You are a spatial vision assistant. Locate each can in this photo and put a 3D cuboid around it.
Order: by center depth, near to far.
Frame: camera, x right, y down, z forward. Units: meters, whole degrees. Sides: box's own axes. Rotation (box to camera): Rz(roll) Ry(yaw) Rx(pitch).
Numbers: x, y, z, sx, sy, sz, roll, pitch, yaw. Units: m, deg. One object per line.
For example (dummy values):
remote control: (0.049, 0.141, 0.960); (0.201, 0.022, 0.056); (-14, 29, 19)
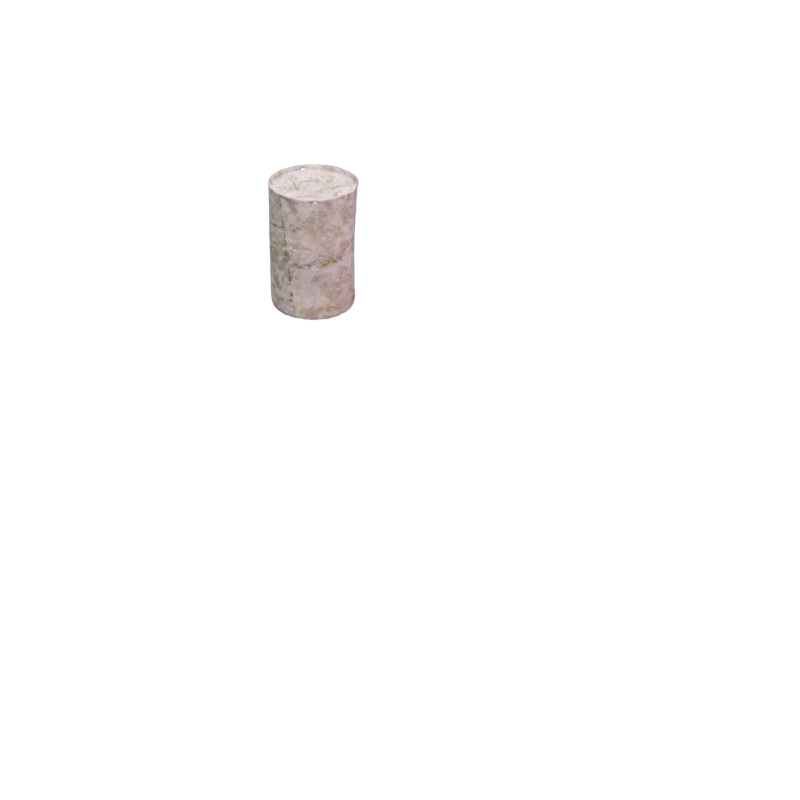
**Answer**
can: (-0.067, -0.121, 0.850); (0.068, 0.096, 0.073); (0, 30, -2)
